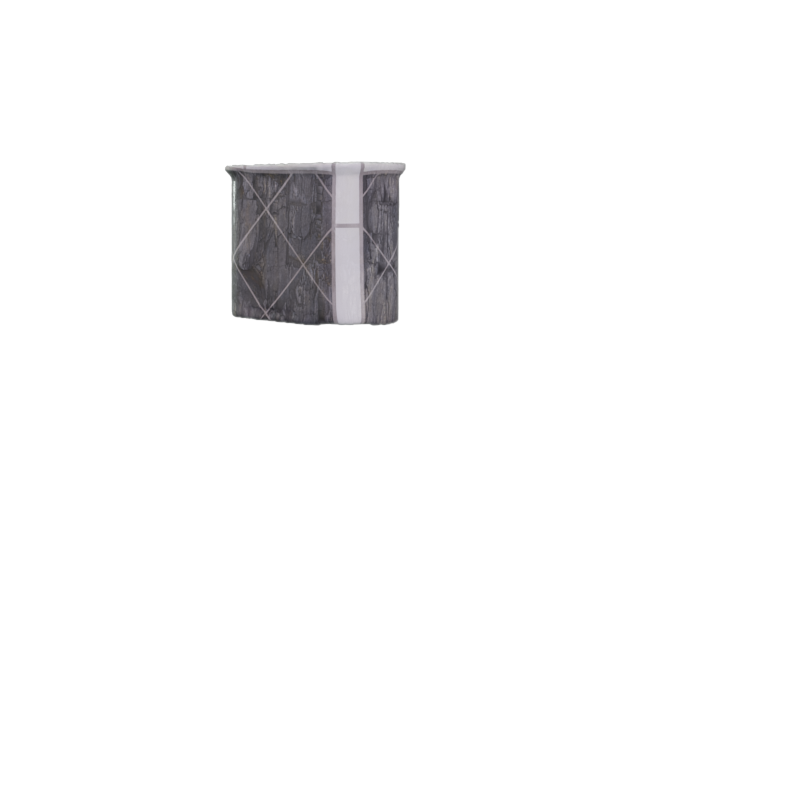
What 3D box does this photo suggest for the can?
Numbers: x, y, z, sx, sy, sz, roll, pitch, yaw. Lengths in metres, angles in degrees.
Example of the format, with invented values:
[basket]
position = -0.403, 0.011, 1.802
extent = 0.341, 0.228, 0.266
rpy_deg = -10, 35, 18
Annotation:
[can]
position = -0.047, -0.085, 0.598
extent = 0.107, 0.083, 0.056
rpy_deg = 7, 8, 41
